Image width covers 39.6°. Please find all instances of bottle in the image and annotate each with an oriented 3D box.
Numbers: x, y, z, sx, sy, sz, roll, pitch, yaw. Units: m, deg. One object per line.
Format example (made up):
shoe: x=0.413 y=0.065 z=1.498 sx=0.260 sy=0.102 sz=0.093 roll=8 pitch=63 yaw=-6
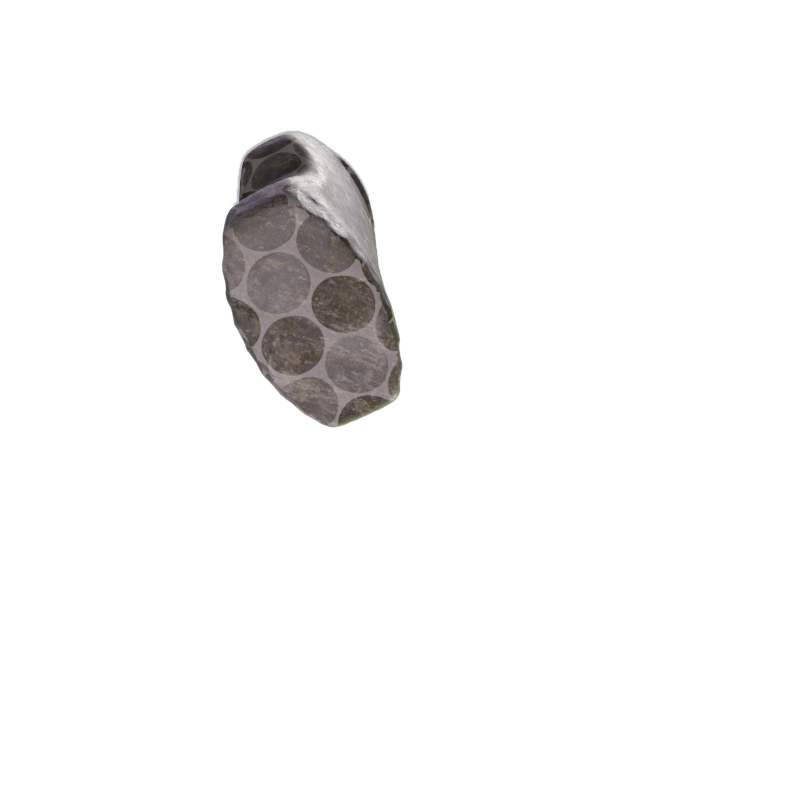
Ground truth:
bottle: x=-0.040 y=-0.072 z=0.509 sx=0.058 sy=0.091 sz=0.202 roll=-27 pitch=24 yaw=9
